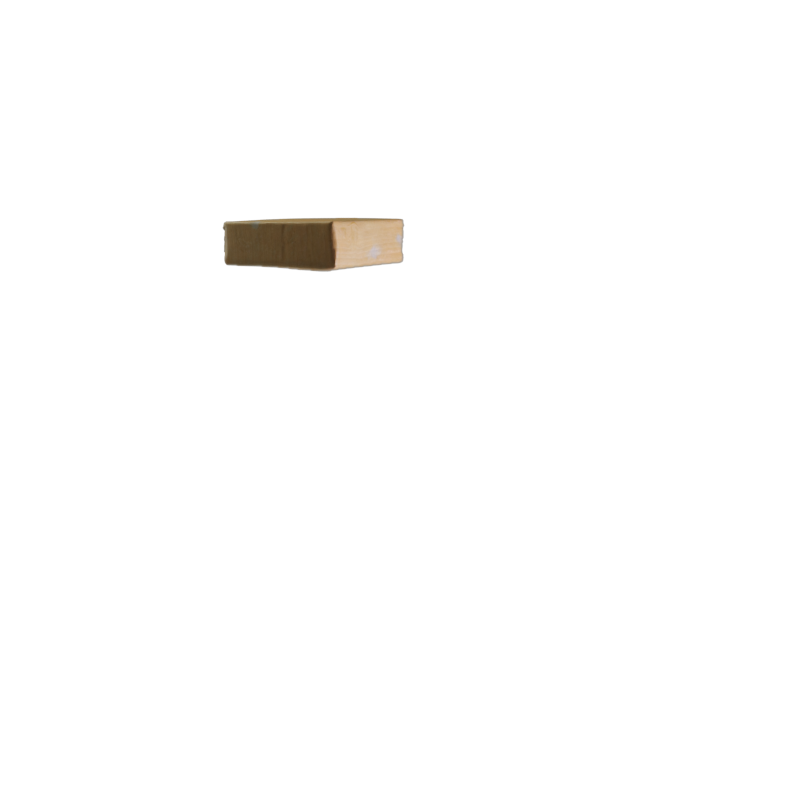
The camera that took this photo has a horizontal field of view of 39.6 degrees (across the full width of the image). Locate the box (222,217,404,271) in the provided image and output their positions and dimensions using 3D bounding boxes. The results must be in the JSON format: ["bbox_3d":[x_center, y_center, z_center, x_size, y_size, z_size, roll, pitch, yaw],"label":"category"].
[{"bbox_3d":[-0.067,-0.123,0.860,0.119,0.038,0.087,8,13,37],"label":"box"}]
